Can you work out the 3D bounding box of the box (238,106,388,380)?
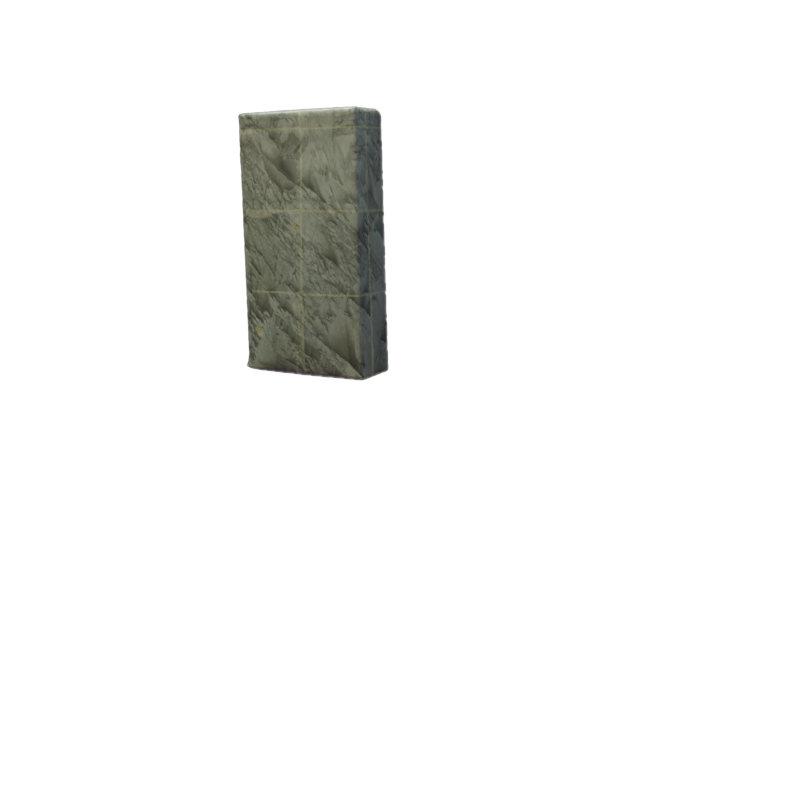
[{"bbox_3d":[-0.058,-0.106,0.743,0.097,0.175,0.047,3,4,30],"label":"box"}]
